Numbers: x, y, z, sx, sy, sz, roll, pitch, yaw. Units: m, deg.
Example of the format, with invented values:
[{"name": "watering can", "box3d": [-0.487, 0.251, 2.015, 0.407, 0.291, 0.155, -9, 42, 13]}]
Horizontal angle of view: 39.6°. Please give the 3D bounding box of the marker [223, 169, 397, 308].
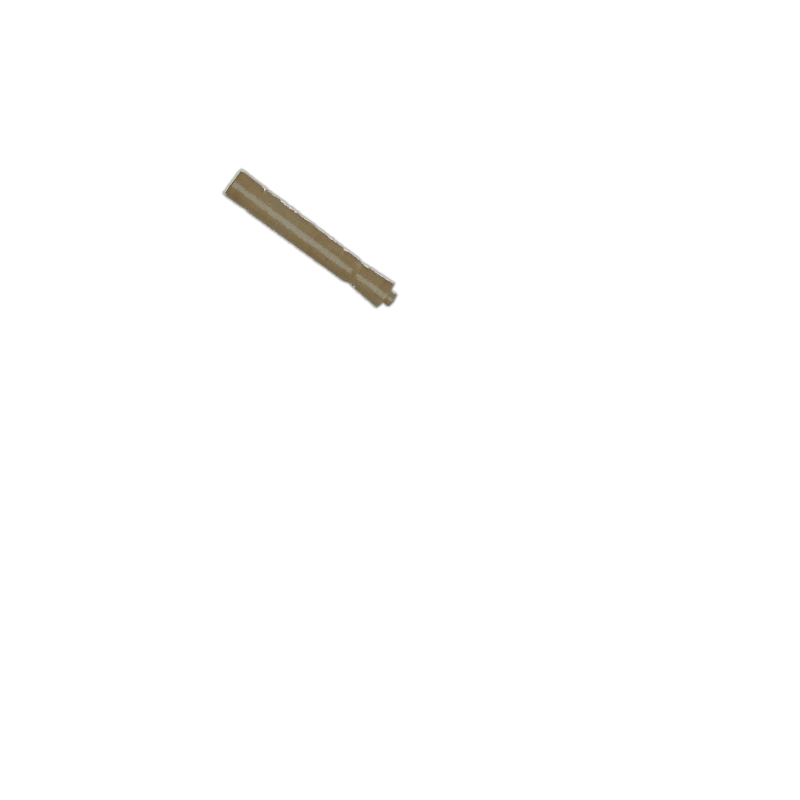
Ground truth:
[{"name": "marker", "box3d": [-0.052, -0.095, 0.665, 0.119, 0.020, 0.020, 36, -2, -6]}]
